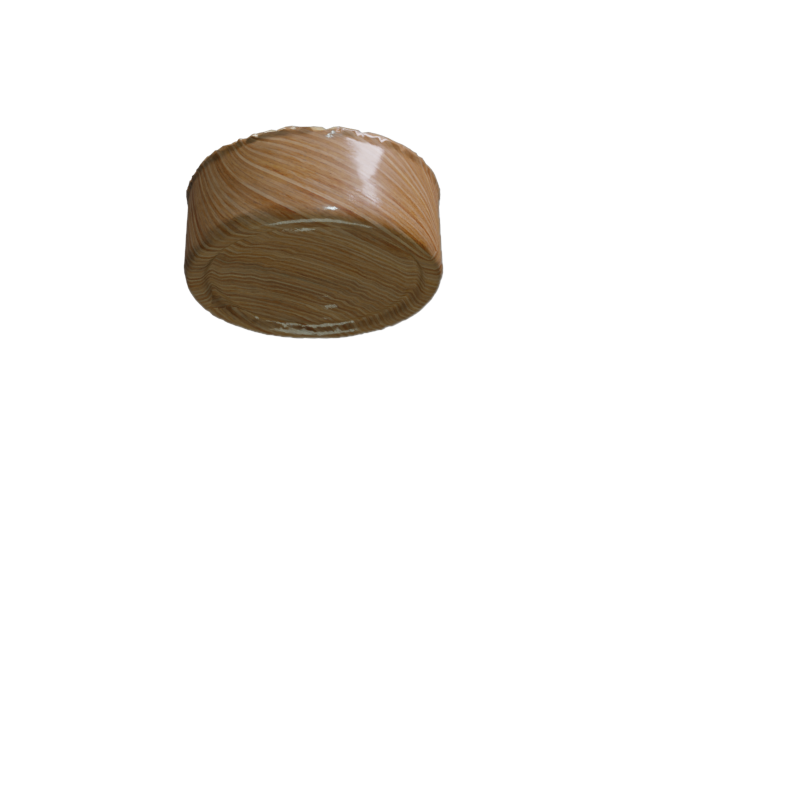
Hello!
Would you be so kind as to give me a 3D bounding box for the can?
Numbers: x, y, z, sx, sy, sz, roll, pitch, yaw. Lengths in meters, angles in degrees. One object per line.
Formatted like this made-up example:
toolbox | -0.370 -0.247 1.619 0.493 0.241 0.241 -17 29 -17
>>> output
can | -0.029 -0.053 0.368 0.086 0.036 0.081 1 -25 -2
